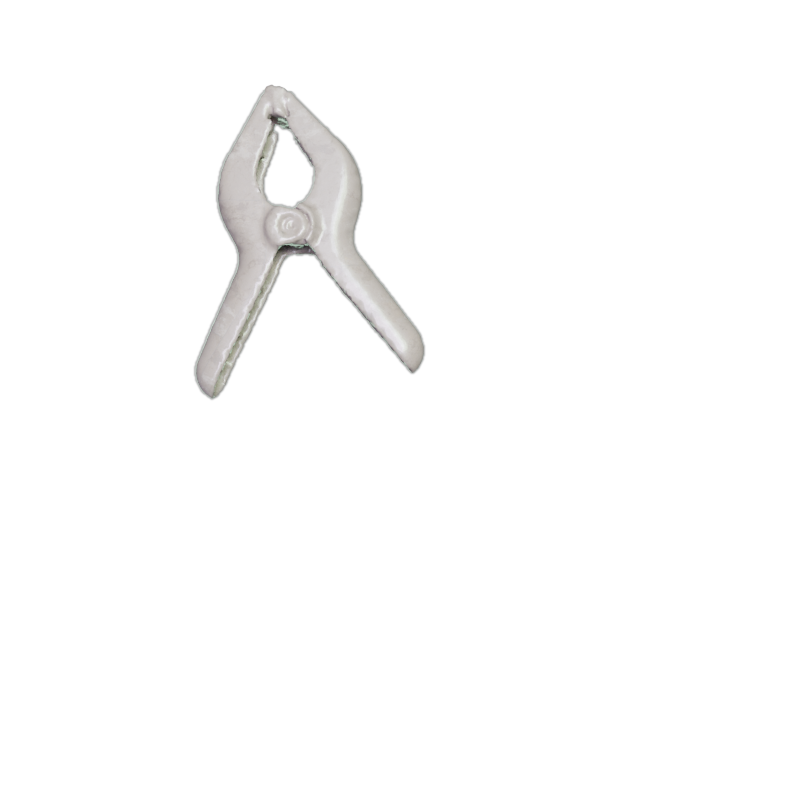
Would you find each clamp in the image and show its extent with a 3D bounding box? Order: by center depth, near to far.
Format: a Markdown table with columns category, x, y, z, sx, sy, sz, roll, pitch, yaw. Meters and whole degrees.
| category | x | y | z | sx | sy | sz | roll | pitch | yaw |
| --- | --- | --- | --- | --- | --- | --- | --- | --- | --- |
| clamp | -0.047 | -0.086 | 0.599 | 0.120 | 0.176 | 0.038 | 1 | -10 | 0 |
